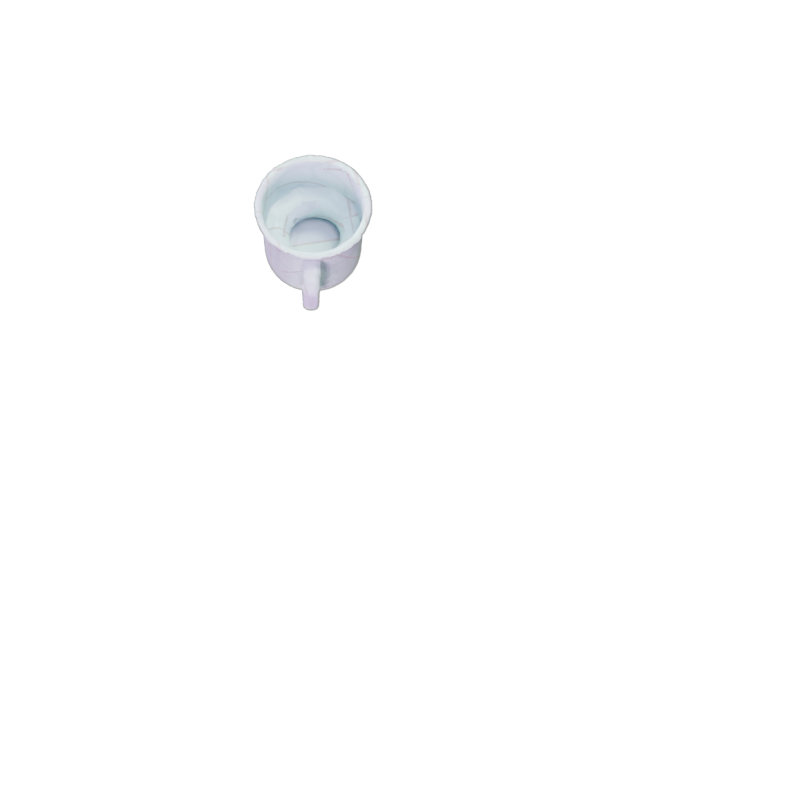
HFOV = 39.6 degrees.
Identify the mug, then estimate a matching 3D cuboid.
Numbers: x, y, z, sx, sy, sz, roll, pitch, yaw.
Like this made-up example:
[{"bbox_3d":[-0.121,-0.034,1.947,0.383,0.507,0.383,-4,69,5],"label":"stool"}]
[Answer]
[{"bbox_3d":[-0.070,-0.128,0.900,0.093,0.124,0.077,-2,-24,-3],"label":"mug"}]
